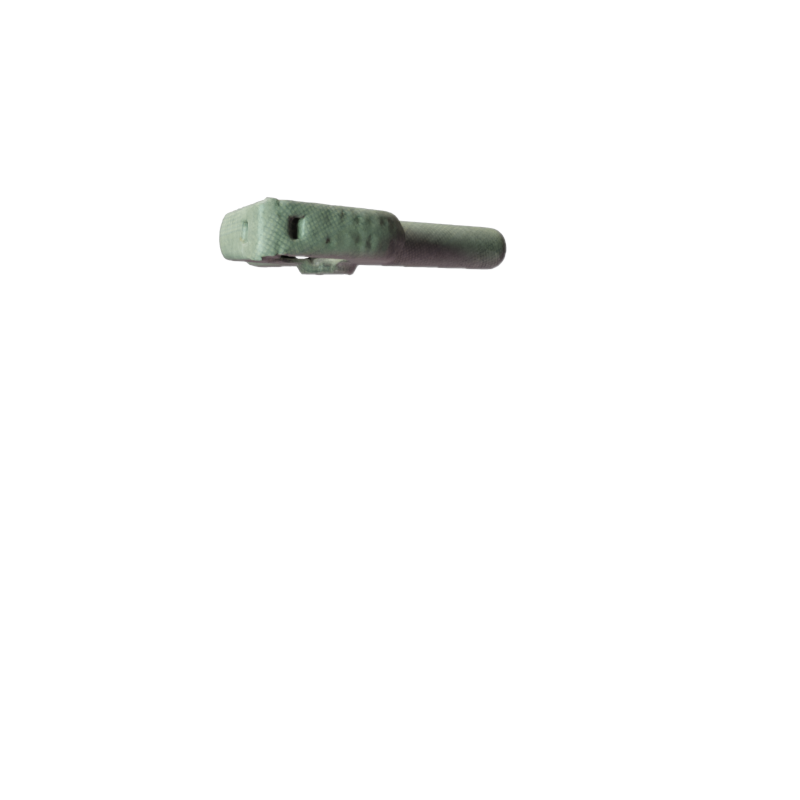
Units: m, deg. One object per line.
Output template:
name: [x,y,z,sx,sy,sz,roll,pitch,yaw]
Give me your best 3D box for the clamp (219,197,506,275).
clamp: [-0.047,-0.086,0.600,0.169,0.036,0.205,2,5,22]
